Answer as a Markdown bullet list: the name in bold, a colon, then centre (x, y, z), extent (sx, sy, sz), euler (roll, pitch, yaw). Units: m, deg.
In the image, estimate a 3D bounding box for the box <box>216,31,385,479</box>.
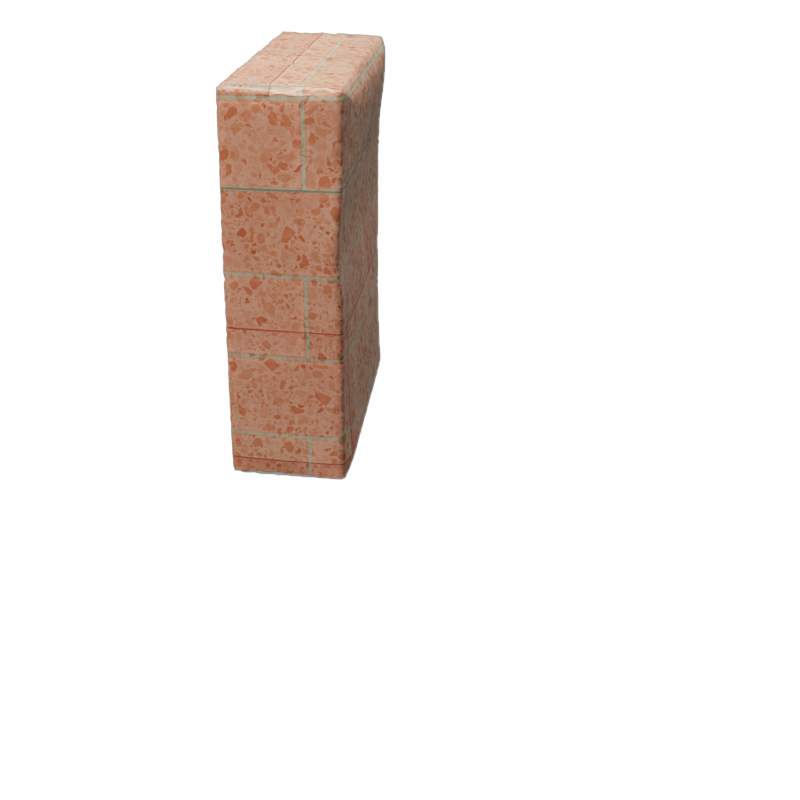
- **box**: centre (-0.049, -0.090, 0.632), extent (0.072, 0.204, 0.171), euler (4, 24, 5)
